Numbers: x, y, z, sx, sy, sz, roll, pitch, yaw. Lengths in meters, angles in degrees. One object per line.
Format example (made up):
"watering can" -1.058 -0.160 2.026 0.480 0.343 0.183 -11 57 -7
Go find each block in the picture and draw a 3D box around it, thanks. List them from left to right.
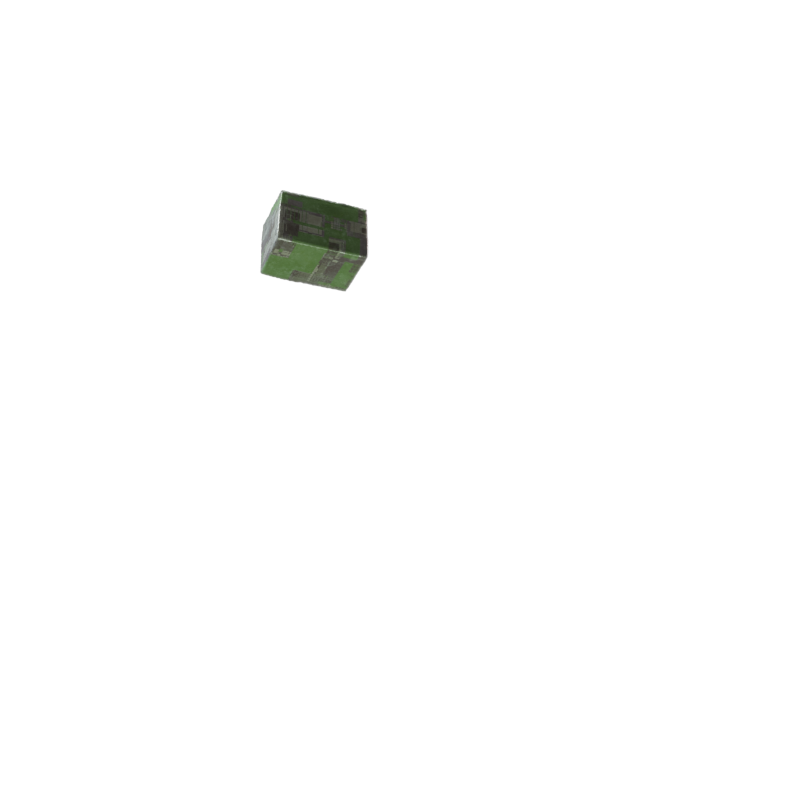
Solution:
"block" -0.071 -0.130 0.912 0.076 0.055 0.051 11 -37 -17
